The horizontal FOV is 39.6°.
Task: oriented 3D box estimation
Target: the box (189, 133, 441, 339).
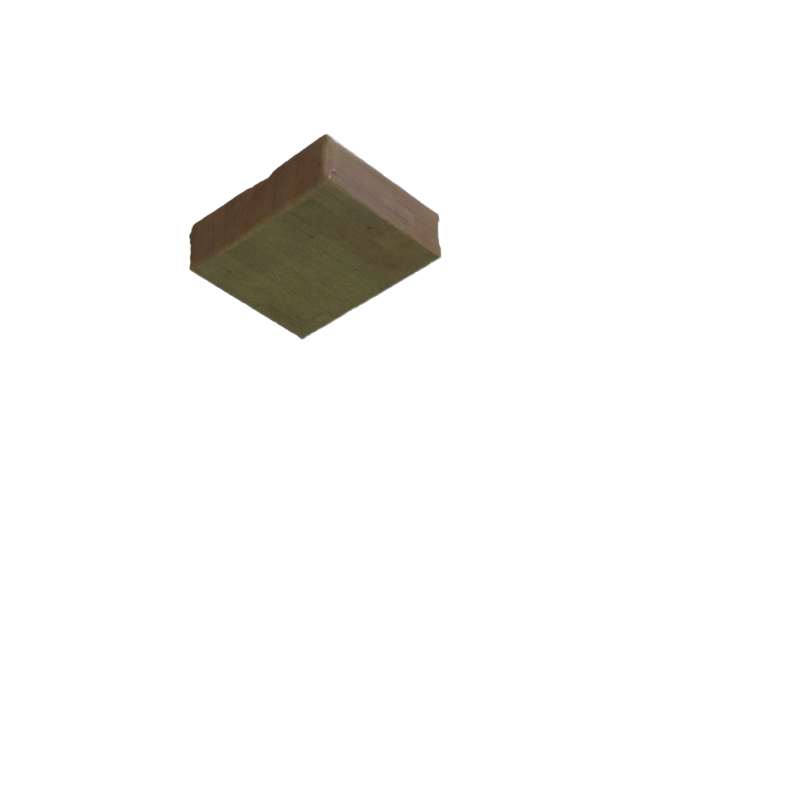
[{"bbox_3d":[-0.039,-0.070,0.493,0.089,0.032,0.068,-28,-43,33],"label":"box"}]
